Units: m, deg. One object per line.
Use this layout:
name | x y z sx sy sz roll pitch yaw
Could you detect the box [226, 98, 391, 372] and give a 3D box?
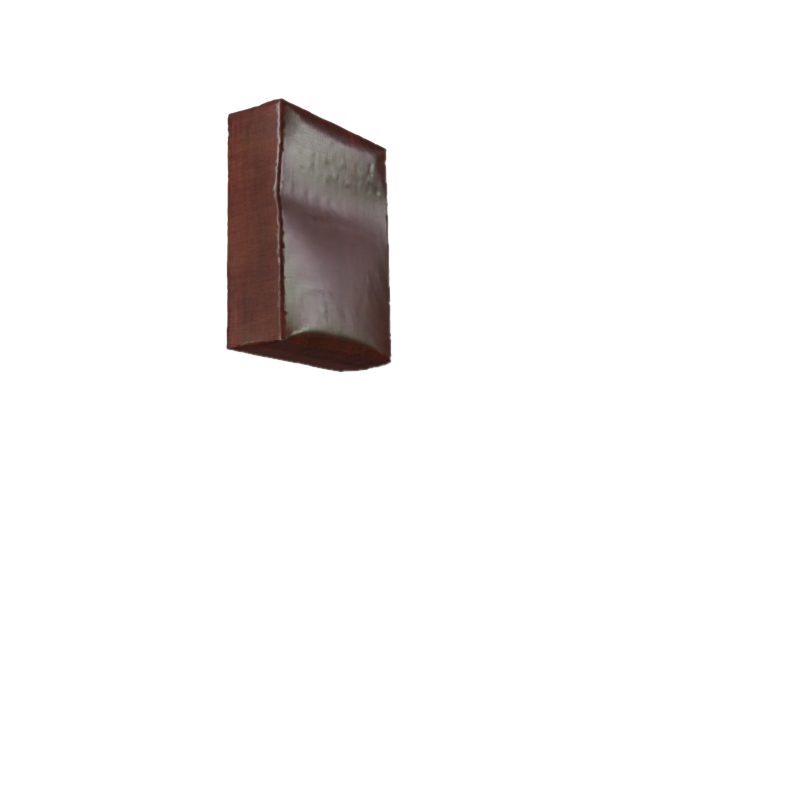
box | -0.078 -0.142 0.992 0.073 0.221 0.155 -11 -16 34
